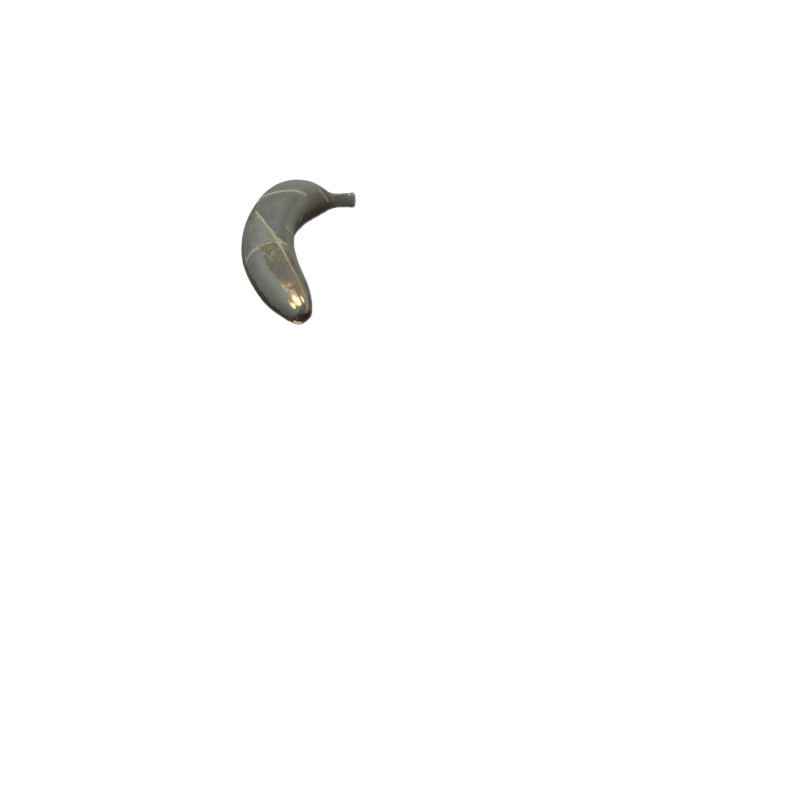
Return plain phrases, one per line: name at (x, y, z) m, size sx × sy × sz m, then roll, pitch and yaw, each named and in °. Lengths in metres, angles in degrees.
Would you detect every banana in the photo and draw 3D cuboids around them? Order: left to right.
banana at (-0.080, -0.117, 0.797) m, size 0.070 × 0.034 × 0.208 m, roll 4°, pitch 34°, yaw 6°
